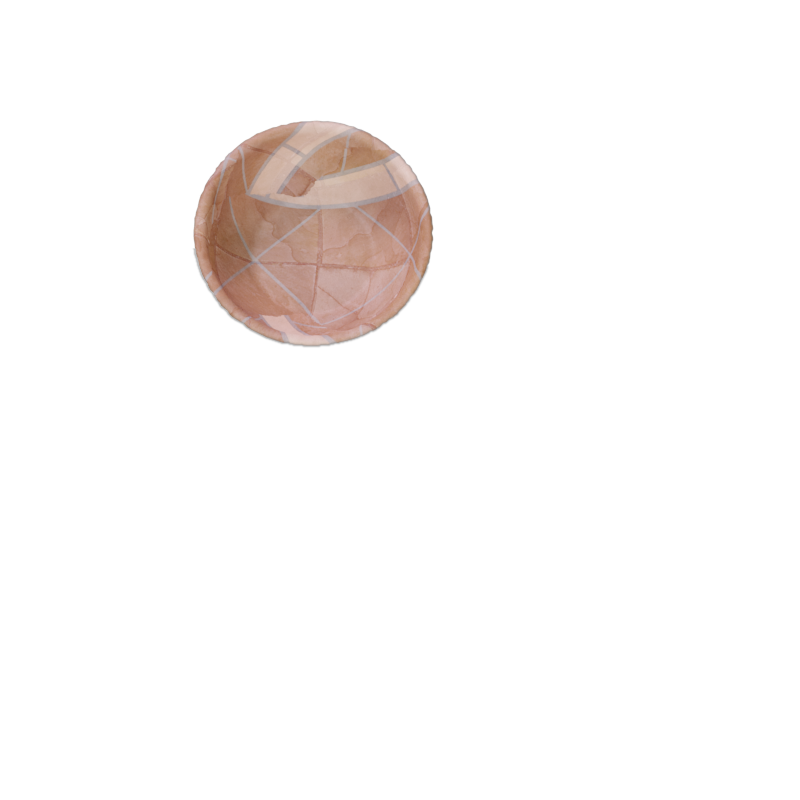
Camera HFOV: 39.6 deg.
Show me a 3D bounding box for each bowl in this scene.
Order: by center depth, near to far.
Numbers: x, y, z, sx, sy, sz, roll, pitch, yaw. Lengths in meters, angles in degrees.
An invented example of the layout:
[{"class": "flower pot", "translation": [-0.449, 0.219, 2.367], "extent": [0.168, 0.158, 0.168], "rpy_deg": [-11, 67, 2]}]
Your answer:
[{"class": "bowl", "translation": [-0.060, -0.110, 0.771], "extent": [0.162, 0.169, 0.053], "rpy_deg": [-1, -18, -1]}]
